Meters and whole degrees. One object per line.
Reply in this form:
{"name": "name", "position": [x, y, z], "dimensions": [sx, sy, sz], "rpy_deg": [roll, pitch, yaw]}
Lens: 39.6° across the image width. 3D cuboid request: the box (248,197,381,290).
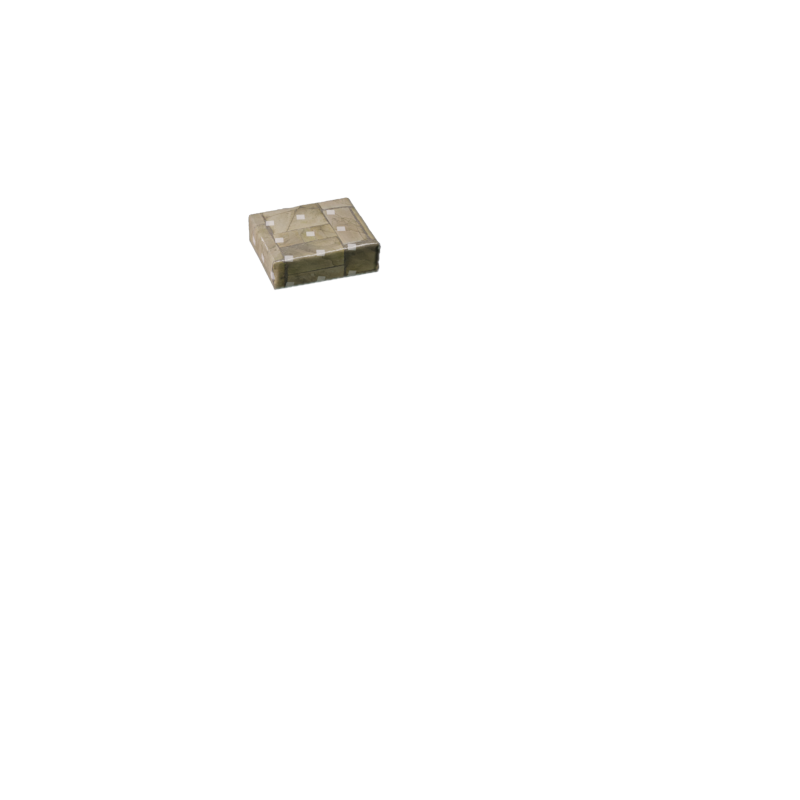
{"name": "box", "position": [-0.069, -0.126, 0.882], "dimensions": [0.088, 0.028, 0.079], "rpy_deg": [-12, 41, -15]}
